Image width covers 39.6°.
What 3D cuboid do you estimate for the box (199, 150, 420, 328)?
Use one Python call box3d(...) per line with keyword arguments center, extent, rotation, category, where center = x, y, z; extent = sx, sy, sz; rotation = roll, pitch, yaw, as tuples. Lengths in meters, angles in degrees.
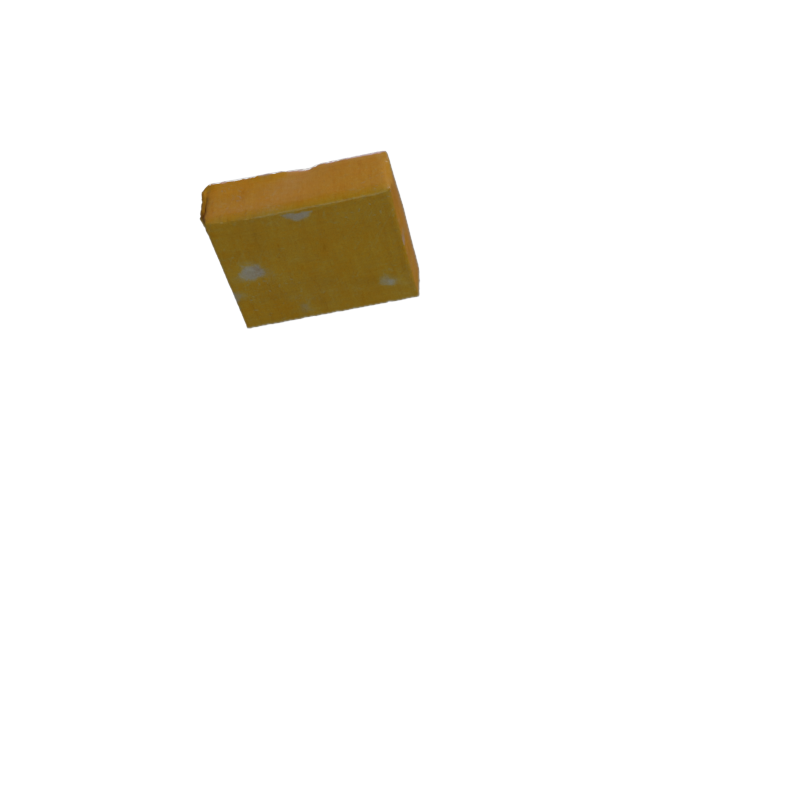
box3d(center=(-0.041, -0.074, 0.521), extent=(0.090, 0.032, 0.067), rotation=(-9, -43, 9), category="box")
